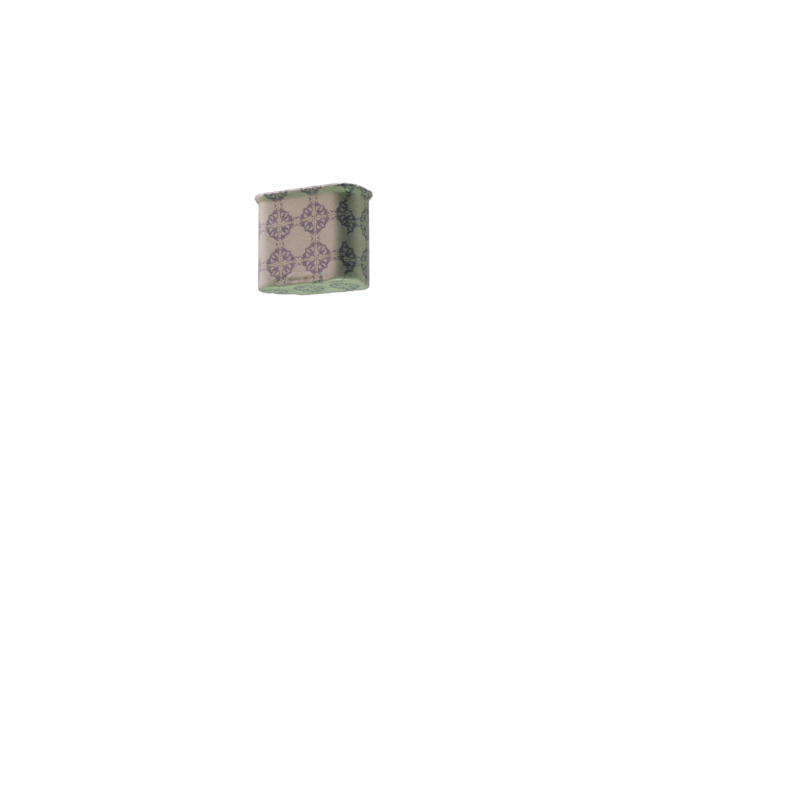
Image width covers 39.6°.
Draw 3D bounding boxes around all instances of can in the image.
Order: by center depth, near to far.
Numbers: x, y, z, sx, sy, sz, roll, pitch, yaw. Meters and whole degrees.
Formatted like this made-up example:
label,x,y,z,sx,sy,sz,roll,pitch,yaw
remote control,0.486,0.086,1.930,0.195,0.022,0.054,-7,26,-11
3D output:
label,x,y,z,sx,sy,sz,roll,pitch,yaw
can,-0.075,-0.137,0.958,0.105,0.086,0.055,-4,-10,26
